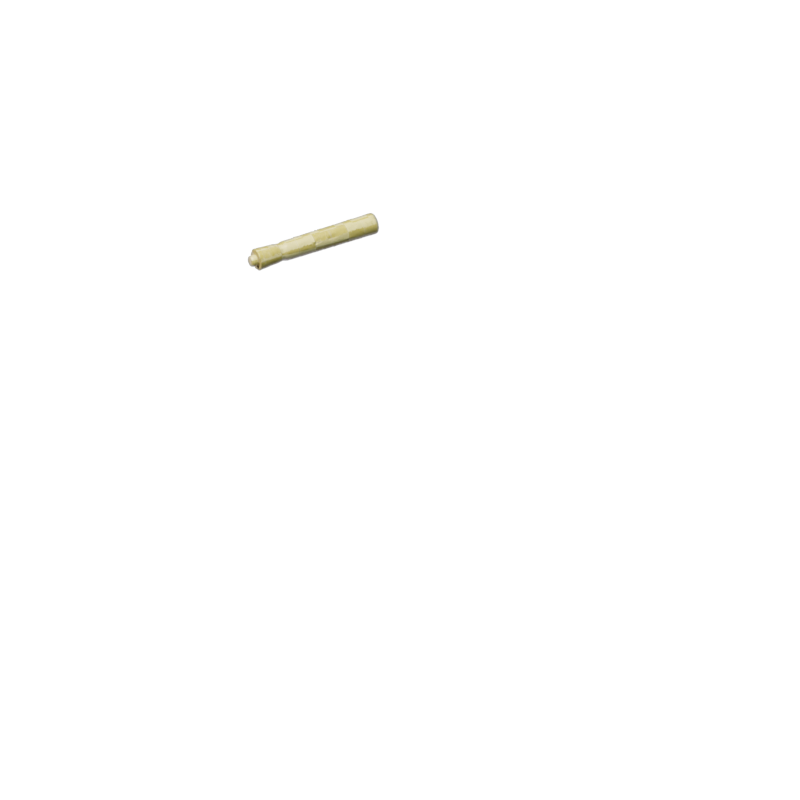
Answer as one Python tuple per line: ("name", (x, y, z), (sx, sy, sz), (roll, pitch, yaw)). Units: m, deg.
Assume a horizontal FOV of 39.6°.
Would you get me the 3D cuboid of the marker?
("marker", (-0.074, -0.134, 0.942), (0.120, 0.019, 0.020), (-21, 13, -25))
